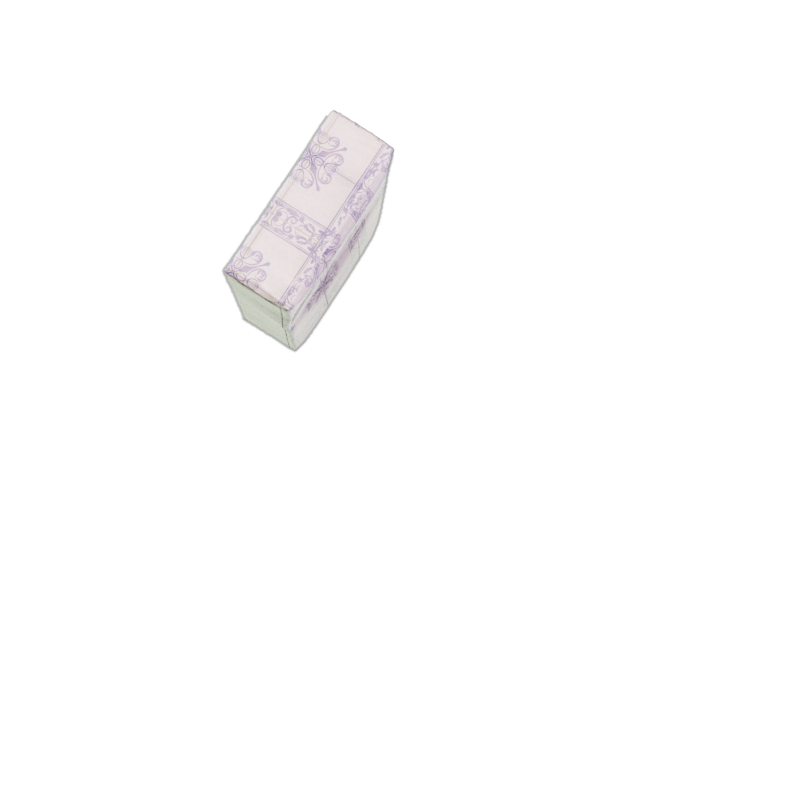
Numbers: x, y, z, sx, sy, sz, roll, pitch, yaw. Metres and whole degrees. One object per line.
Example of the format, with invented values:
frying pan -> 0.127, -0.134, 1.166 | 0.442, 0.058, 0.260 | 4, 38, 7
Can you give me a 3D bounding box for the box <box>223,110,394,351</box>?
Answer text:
box -> -0.077, -0.141, 0.988 | 0.072, 0.166, 0.209 | 32, -9, 0
